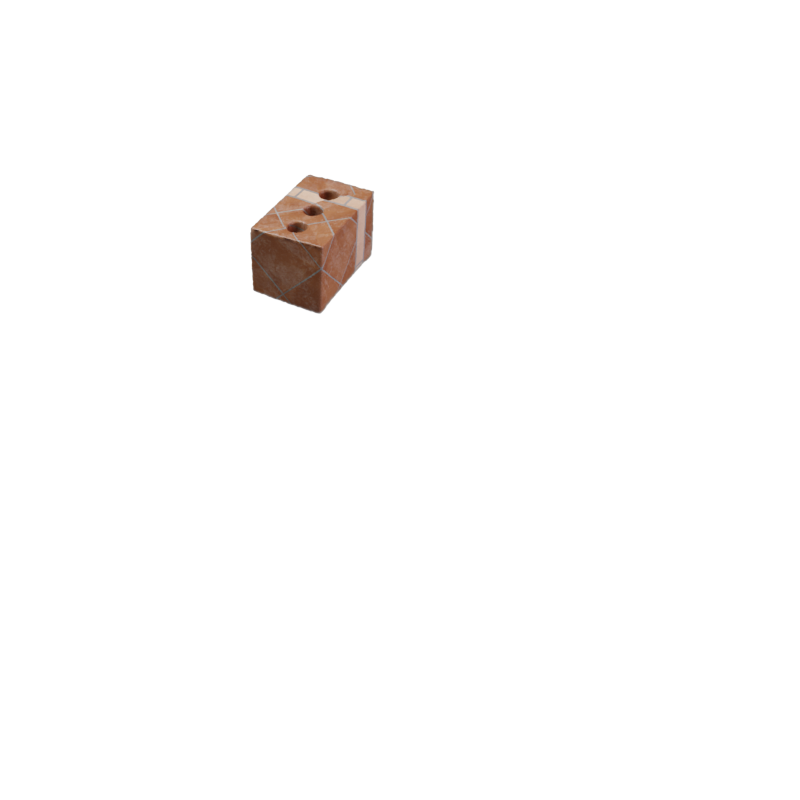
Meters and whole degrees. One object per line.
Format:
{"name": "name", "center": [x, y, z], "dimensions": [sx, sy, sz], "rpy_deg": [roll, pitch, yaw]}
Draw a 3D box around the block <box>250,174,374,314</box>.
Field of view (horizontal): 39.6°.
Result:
{"name": "block", "center": [-0.057, -0.104, 0.728], "dimensions": [0.055, 0.048, 0.080], "rpy_deg": [17, 41, 18]}
